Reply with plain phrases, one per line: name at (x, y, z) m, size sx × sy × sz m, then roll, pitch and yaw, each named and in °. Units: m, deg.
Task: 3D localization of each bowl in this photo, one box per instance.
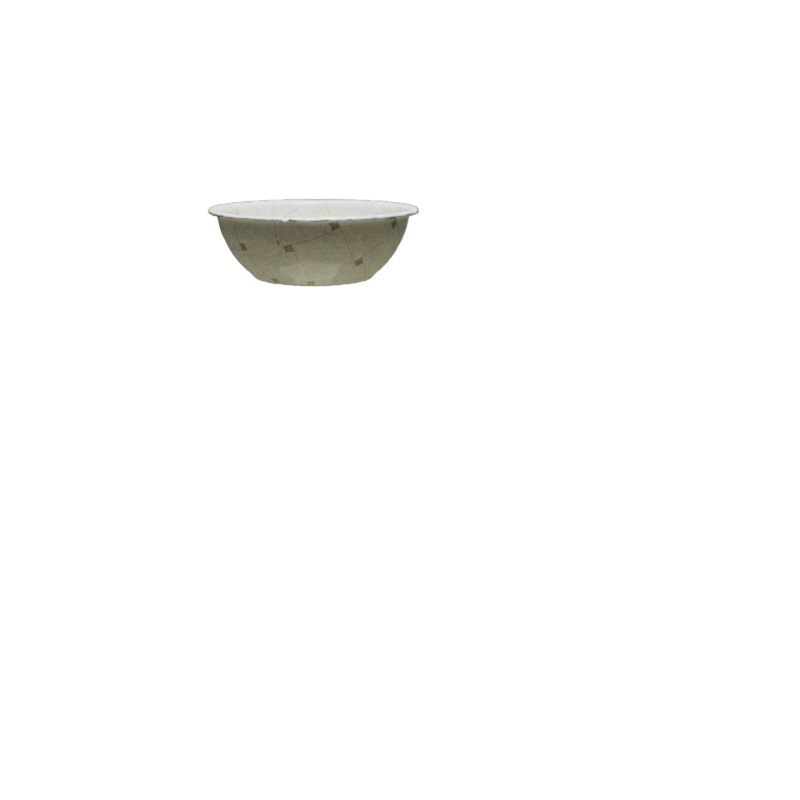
bowl at (-0.067, -0.121, 0.851) m, size 0.162 × 0.054 × 0.167 m, roll 0°, pitch 15°, yaw -2°
